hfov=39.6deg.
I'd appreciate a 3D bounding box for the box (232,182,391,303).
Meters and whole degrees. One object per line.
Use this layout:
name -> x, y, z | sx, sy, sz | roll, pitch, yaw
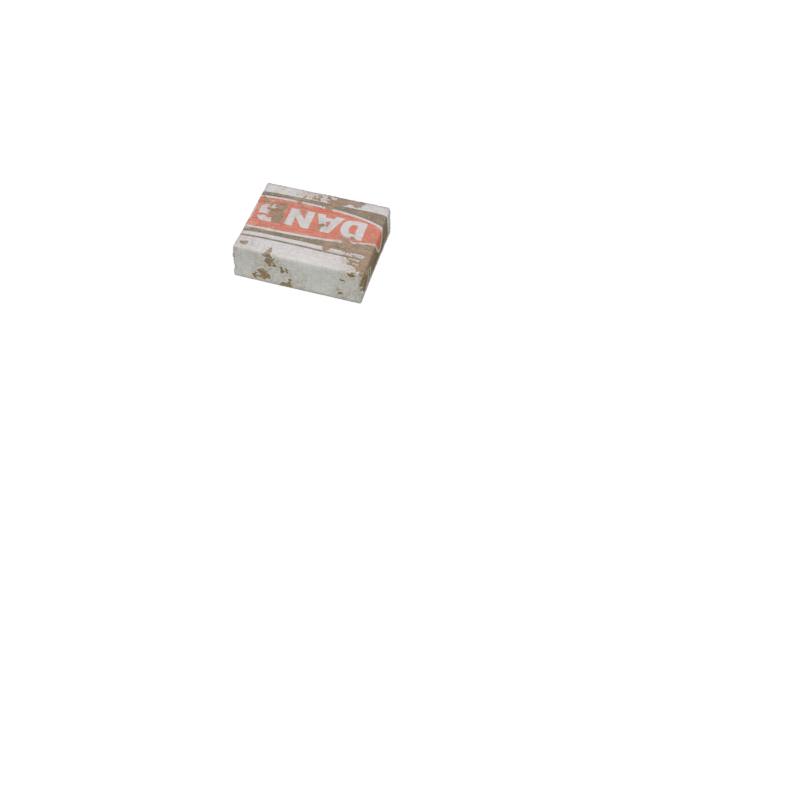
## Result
box -> -0.072, -0.132, 0.926 | 0.116, 0.036, 0.094 | 11, 44, 11
